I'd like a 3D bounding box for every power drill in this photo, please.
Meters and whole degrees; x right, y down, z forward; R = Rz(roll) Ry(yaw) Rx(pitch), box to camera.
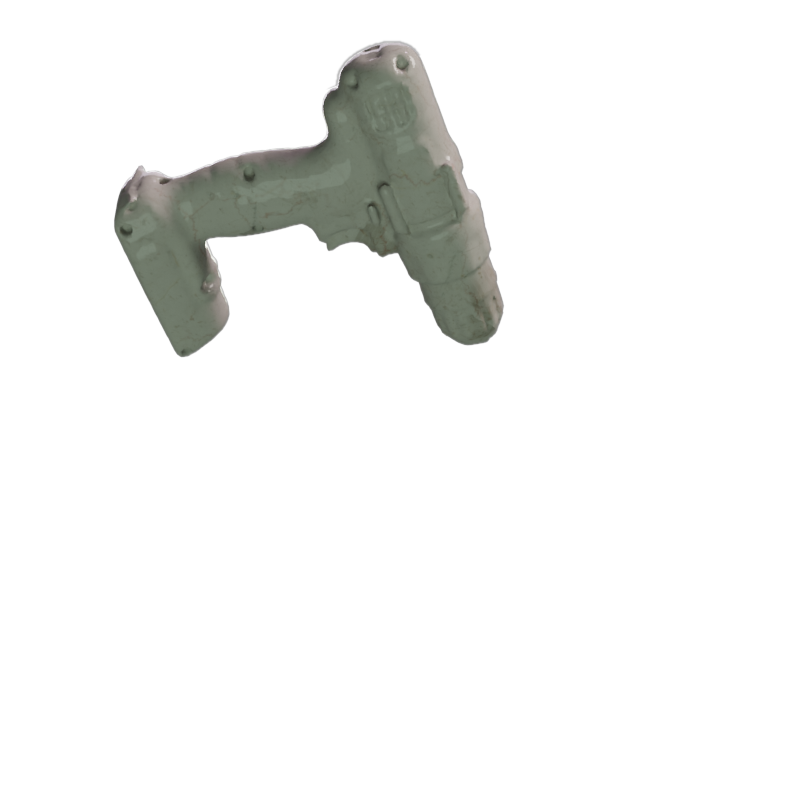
[{"bbox_3d":[-0.048,-0.088,0.615,0.188,0.173,0.061,-18,27,9],"label":"power drill"}]
